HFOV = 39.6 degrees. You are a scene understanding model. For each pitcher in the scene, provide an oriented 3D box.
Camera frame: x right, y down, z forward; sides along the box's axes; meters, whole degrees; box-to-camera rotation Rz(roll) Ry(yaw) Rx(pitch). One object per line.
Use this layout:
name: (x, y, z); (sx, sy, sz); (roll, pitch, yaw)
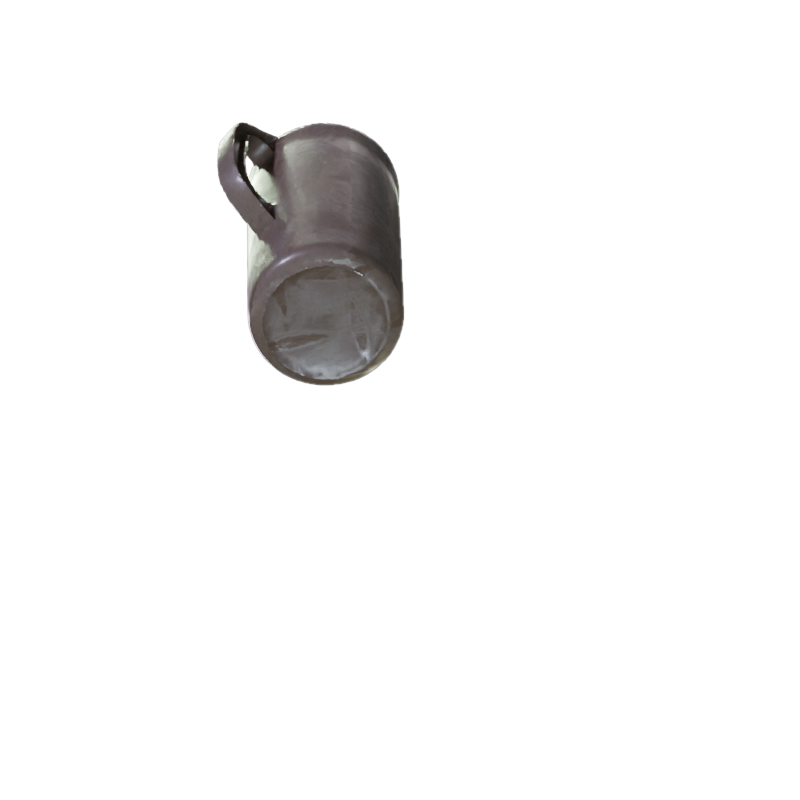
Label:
pitcher: (-0.067, -0.122, 0.858); (0.149, 0.137, 0.258); (-2, 29, -2)
